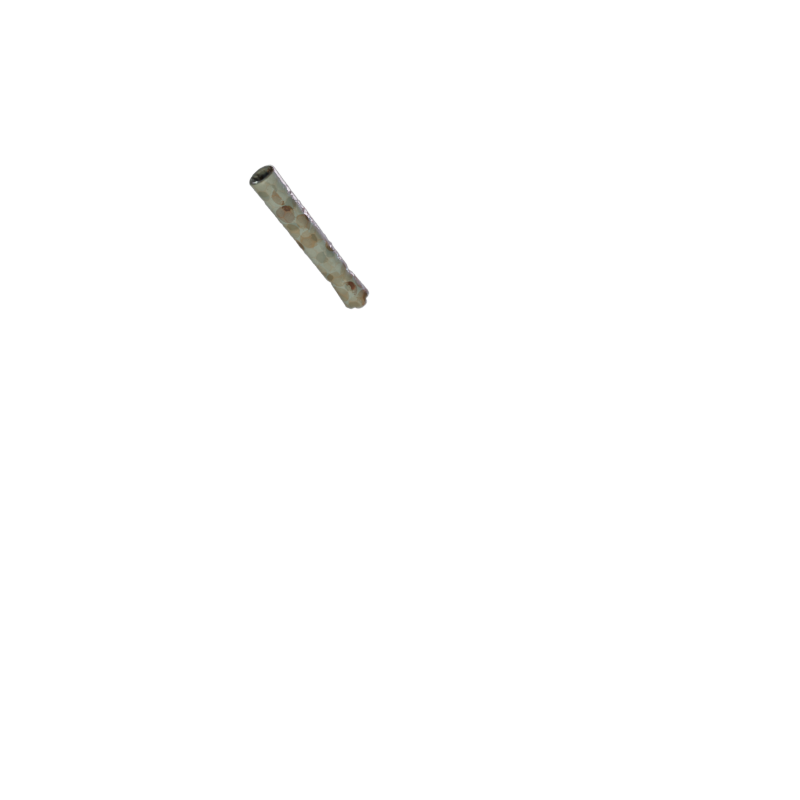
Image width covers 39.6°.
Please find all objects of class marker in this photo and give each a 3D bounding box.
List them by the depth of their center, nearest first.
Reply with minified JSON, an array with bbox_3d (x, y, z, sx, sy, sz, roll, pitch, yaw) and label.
[{"bbox_3d":[-0.056,-0.102,0.716,0.021,0.020,0.113,2,-40,47],"label":"marker"}]
